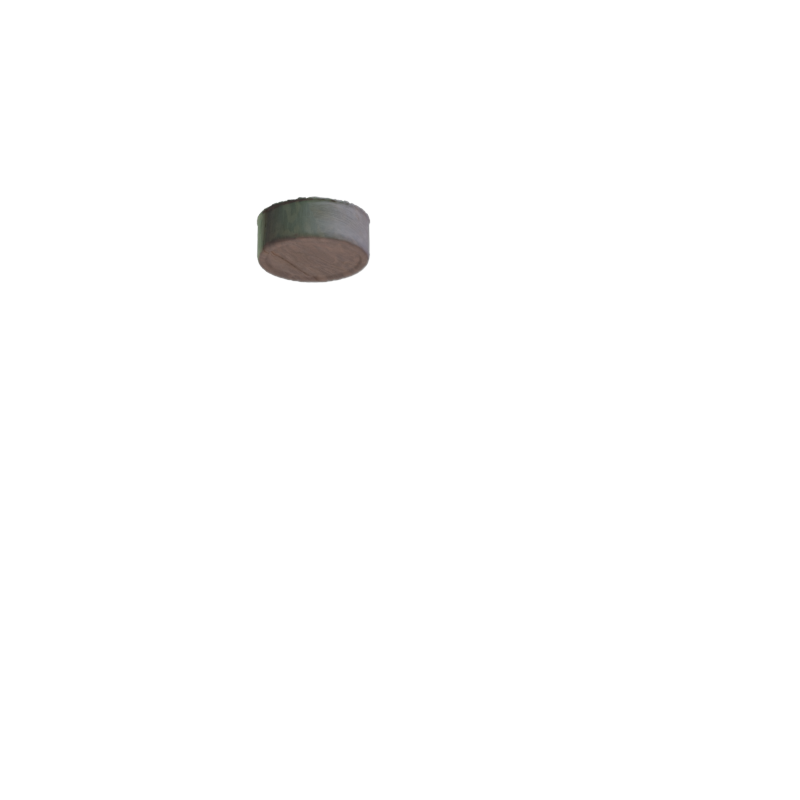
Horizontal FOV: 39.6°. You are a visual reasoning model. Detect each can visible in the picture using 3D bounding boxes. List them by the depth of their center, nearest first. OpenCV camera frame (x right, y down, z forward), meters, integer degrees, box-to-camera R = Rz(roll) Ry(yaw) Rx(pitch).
[{"bbox_3d":[-0.065,-0.119,0.832,0.086,0.035,0.082,0,-18,-2],"label":"can"}]
